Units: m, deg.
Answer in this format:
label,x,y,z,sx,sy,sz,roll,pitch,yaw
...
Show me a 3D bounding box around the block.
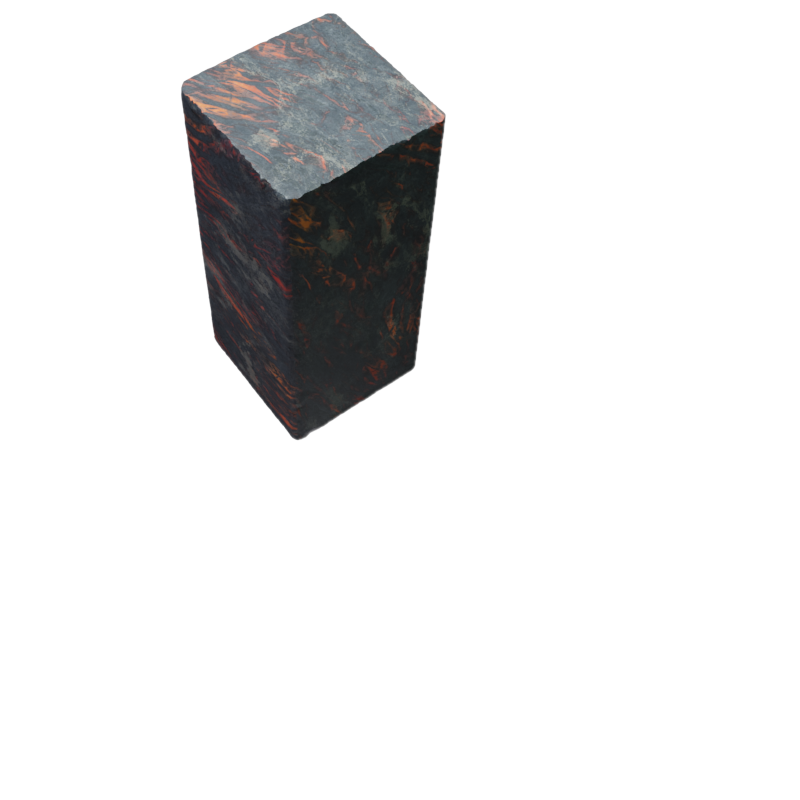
label,x,y,z,sx,sy,sz,roll,pitch,yaw
block,-0.046,-0.082,0.575,0.090,0.097,0.193,-31,-27,-22
